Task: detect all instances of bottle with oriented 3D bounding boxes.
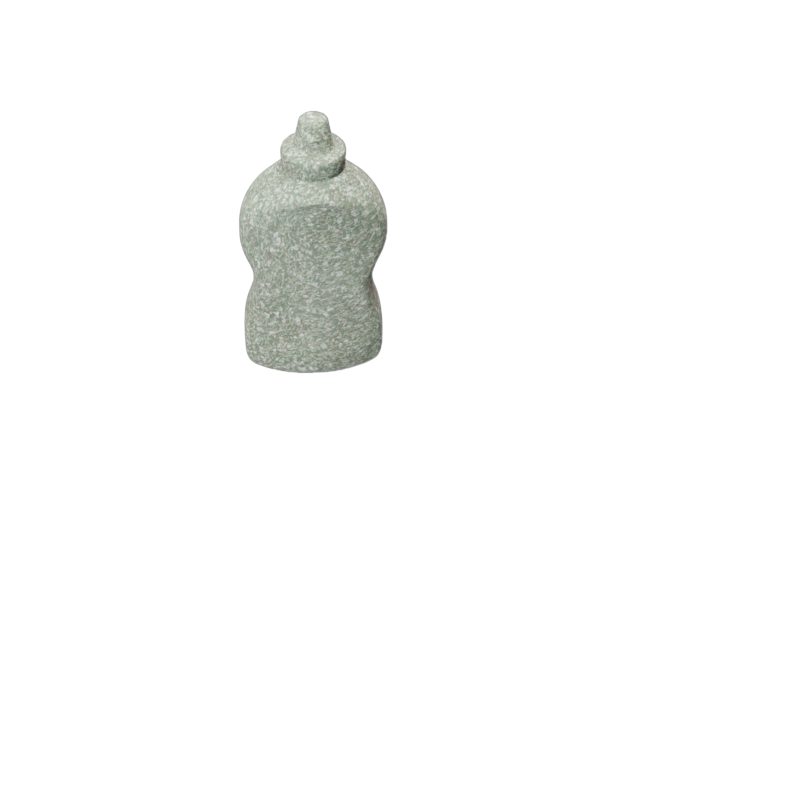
[{"bbox_3d":[-0.057,-0.104,0.729,0.096,0.179,0.063,0,41,-3],"label":"bottle"}]
